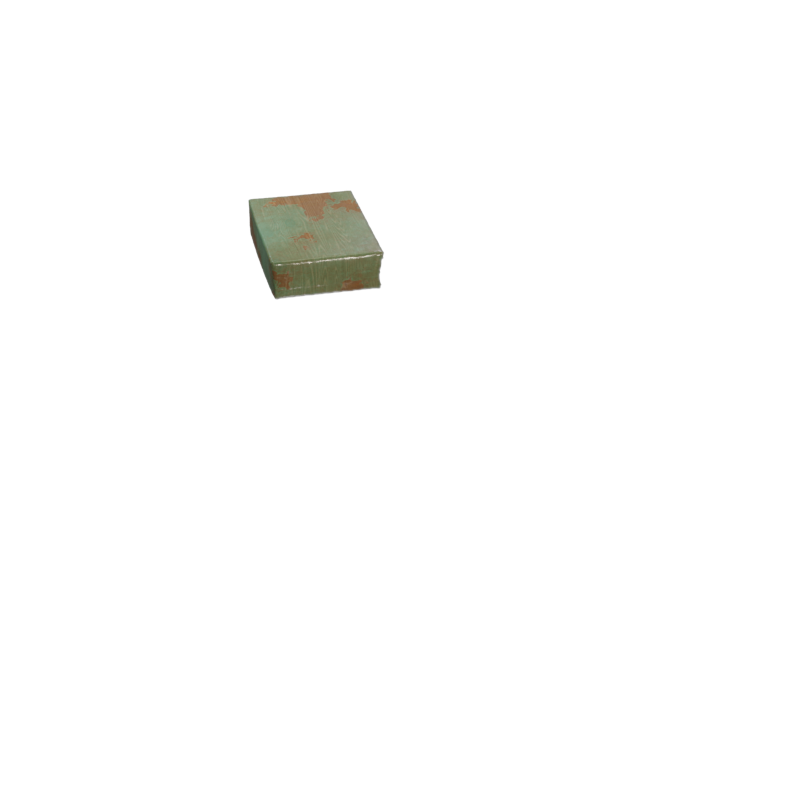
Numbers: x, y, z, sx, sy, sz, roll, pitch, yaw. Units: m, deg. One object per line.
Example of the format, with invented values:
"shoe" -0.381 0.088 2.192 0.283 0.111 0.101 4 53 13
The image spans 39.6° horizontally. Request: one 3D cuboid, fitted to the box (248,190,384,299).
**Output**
"box" -0.071 -0.129 0.902 0.089 0.036 0.122 -8 38 -12
